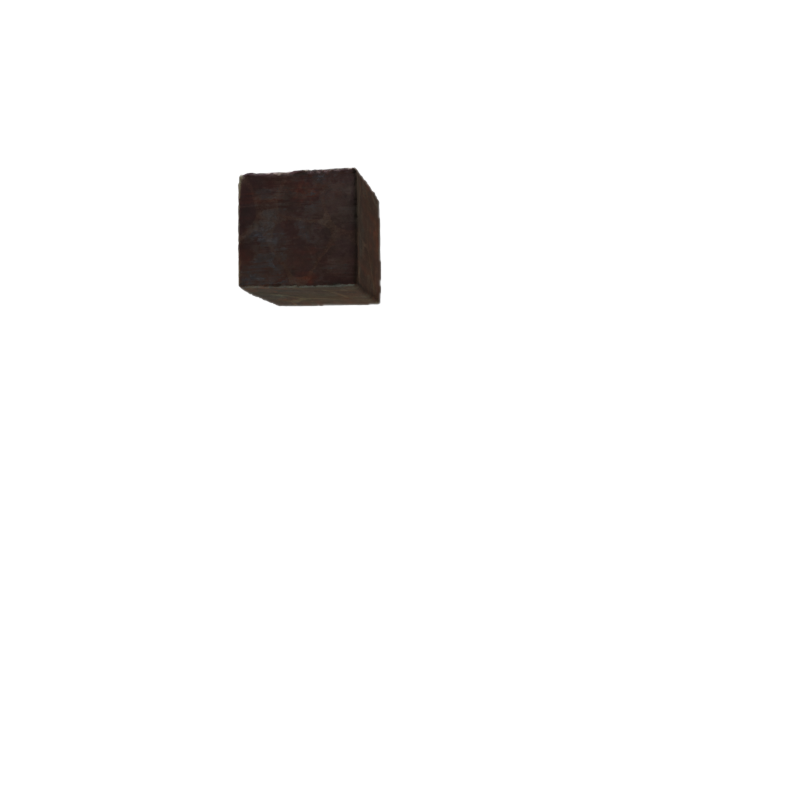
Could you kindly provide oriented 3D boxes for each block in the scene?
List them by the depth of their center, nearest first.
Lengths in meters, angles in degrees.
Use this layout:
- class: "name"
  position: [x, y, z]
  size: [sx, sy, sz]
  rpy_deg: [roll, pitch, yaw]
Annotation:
- class: "block"
  position: [-0.039, -0.072, 0.504]
  size: [0.053, 0.052, 0.076]
  rpy_deg: [-1, -4, 8]
